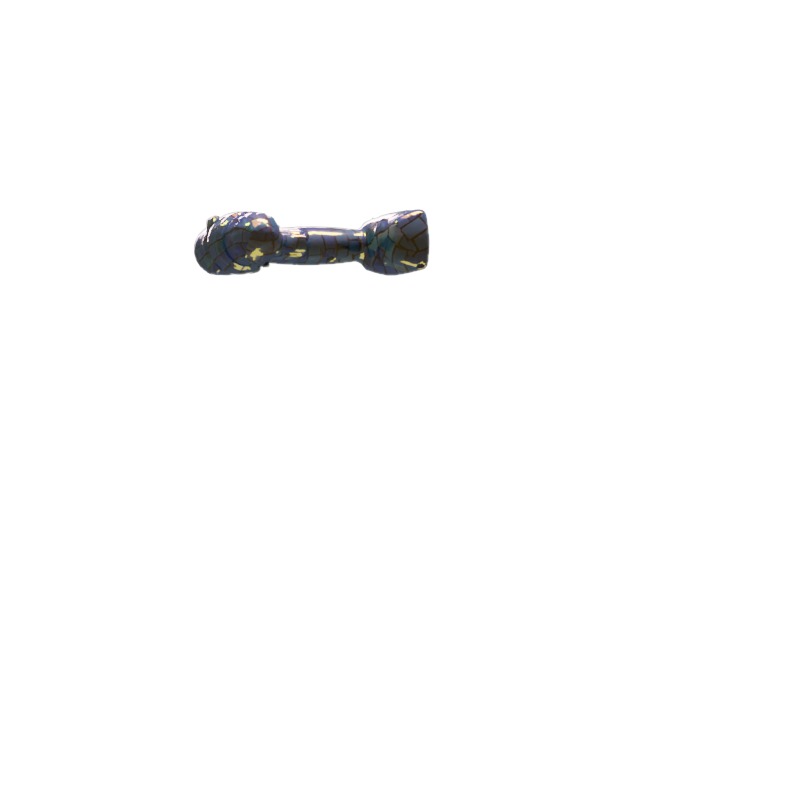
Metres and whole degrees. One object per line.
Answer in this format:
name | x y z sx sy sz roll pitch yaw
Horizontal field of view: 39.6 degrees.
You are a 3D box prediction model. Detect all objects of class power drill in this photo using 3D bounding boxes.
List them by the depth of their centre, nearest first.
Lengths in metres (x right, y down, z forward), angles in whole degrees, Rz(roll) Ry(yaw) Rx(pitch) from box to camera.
power drill | -0.074 -0.136 0.951 0.183 0.057 0.189 -2 5 -19
